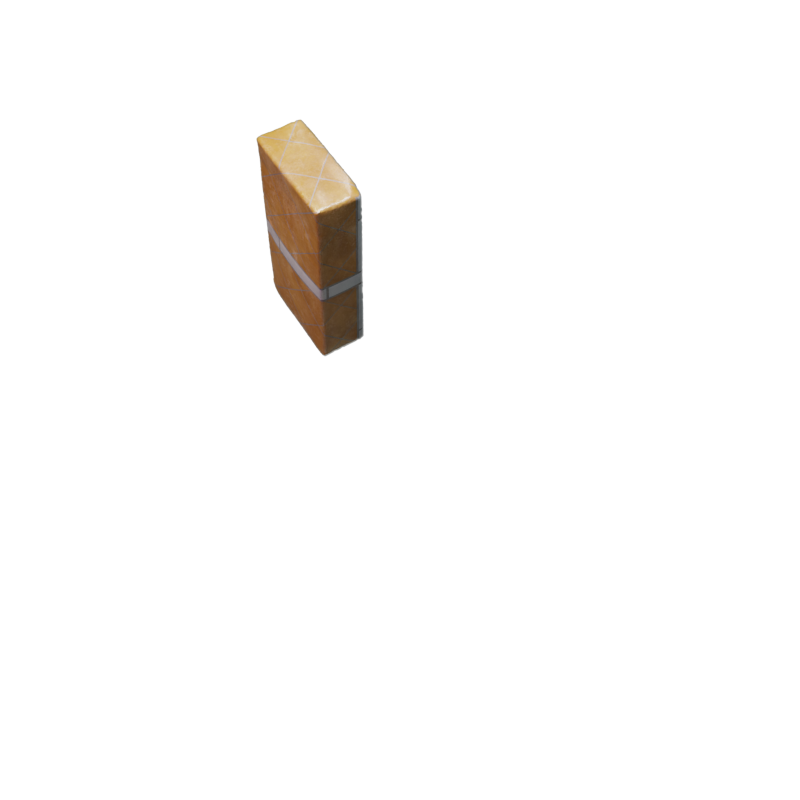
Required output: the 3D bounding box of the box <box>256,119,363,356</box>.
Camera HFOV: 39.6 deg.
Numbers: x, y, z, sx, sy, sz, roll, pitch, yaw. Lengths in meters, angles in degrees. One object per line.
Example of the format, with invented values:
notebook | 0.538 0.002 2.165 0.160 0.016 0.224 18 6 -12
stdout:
box | -0.067 -0.124 0.865 0.048 0.100 0.165 -24 -31 -20
